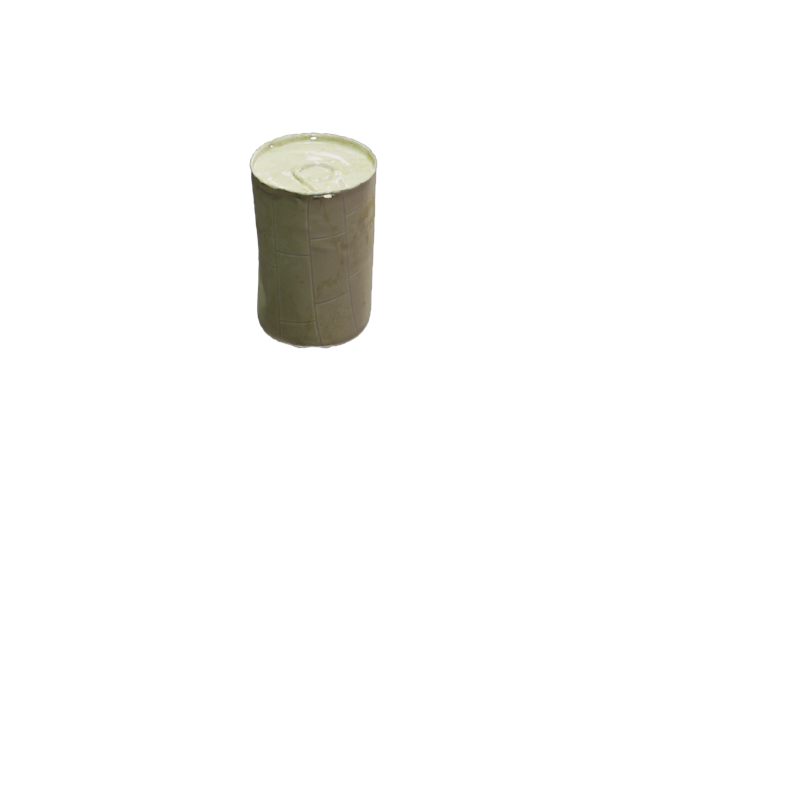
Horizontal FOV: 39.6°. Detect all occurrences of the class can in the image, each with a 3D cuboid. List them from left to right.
[{"bbox_3d":[-0.048,-0.088,0.615,0.068,0.096,0.073,0,35,-3],"label":"can"}]
